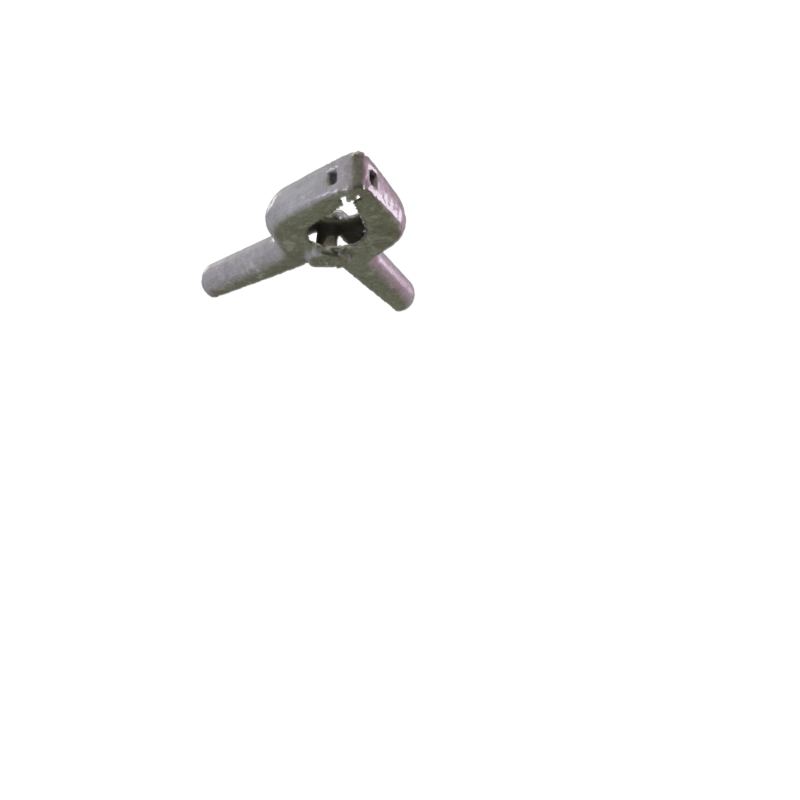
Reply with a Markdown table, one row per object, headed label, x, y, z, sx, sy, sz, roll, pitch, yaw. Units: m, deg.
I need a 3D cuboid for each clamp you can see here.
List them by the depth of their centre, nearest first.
| label | x | y | z | sx | sy | sz | roll | pitch | yaw |
| --- | --- | --- | --- | --- | --- | --- | --- | --- | --- |
| clamp | -0.061 | -0.111 | 0.779 | 0.164 | 0.038 | 0.201 | 1 | -18 | -5 |
